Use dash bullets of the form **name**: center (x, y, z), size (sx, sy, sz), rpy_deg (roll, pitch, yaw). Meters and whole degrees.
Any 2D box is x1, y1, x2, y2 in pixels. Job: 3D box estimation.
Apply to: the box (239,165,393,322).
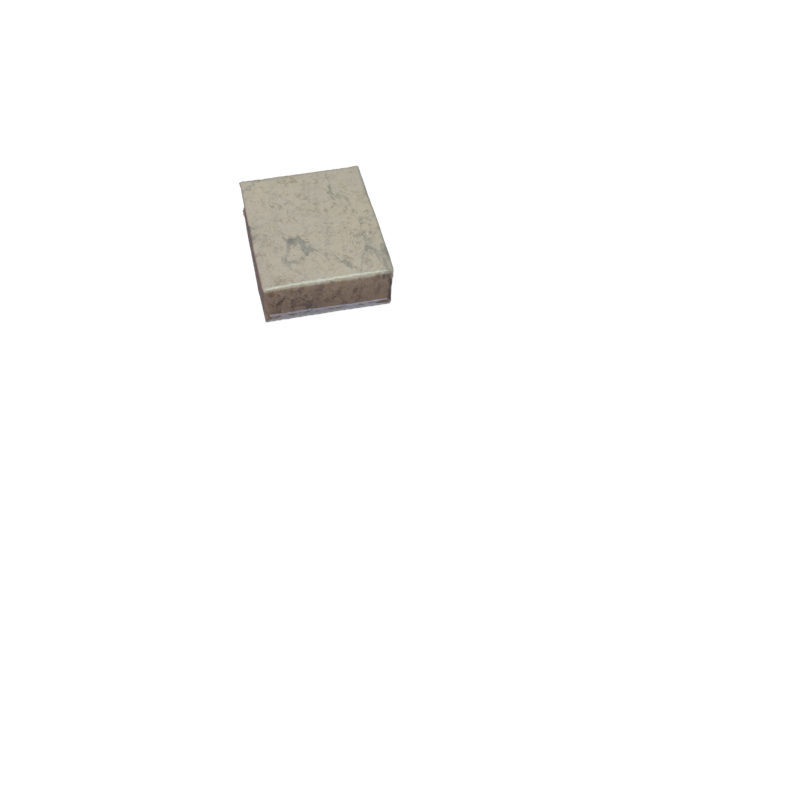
- **box**: center (-0.061, -0.112, 0.783), size (0.089, 0.123, 0.036), rpy_deg (-9, -42, -9)
